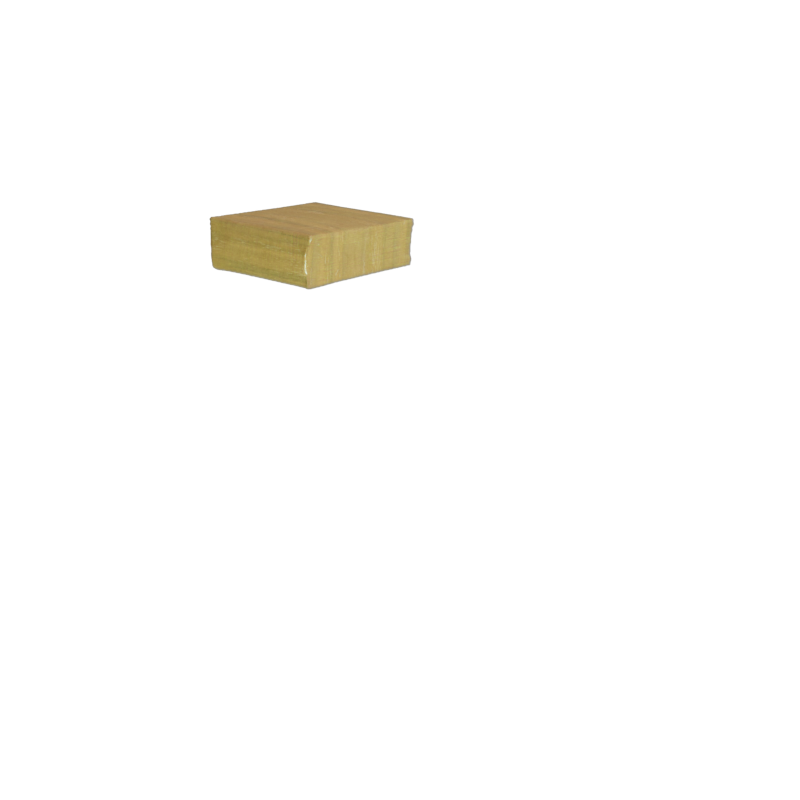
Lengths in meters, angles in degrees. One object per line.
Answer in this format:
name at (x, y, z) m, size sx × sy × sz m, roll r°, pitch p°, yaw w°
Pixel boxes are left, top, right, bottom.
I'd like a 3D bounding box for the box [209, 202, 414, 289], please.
box at (-0.059, -0.107, 0.749) m, size 0.094 × 0.038 × 0.112 m, roll 14°, pitch 23°, yaw 36°
